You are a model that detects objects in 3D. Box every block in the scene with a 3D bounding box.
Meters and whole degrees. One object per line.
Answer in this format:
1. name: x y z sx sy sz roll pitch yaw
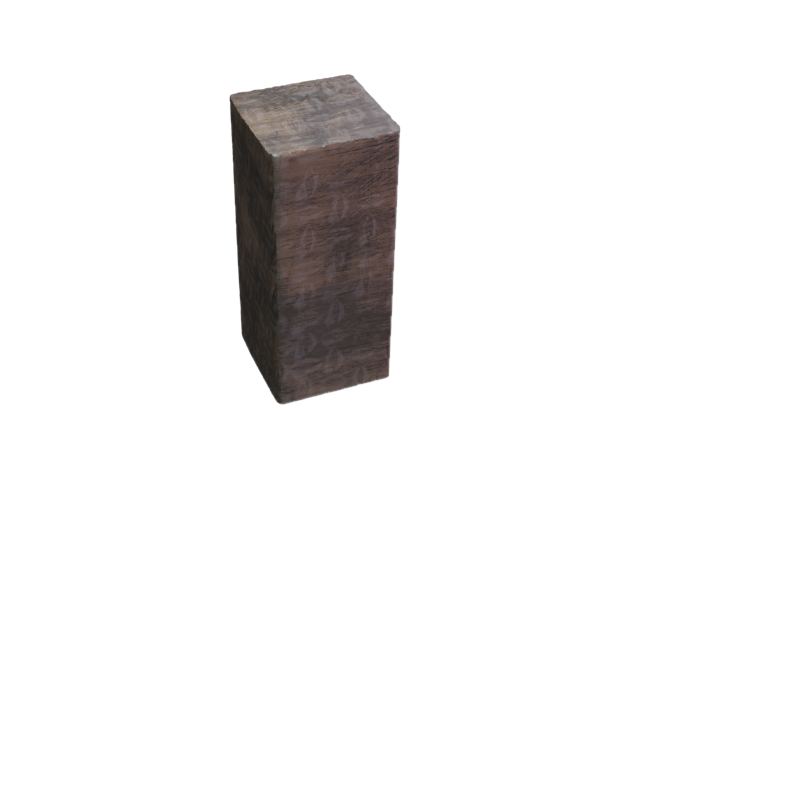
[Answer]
1. block: -0.061 -0.110 0.774 0.089 0.193 0.098 -13 40 -19
